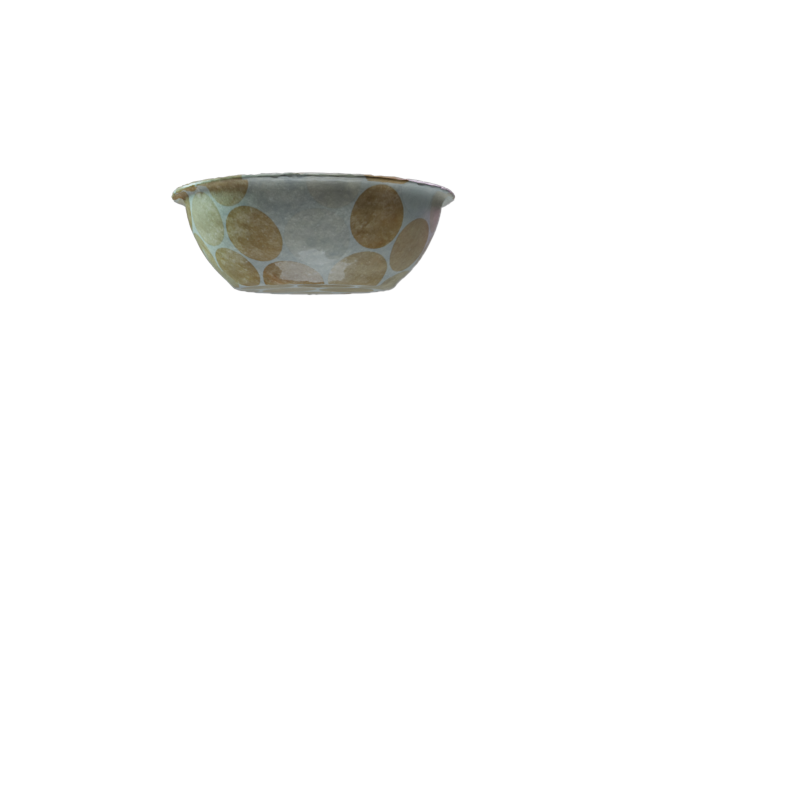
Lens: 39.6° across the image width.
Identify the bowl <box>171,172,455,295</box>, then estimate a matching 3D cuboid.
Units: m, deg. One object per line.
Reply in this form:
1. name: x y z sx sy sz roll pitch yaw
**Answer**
1. bowl: -0.050 -0.090 0.633 0.162 0.055 0.161 0 1 -2
